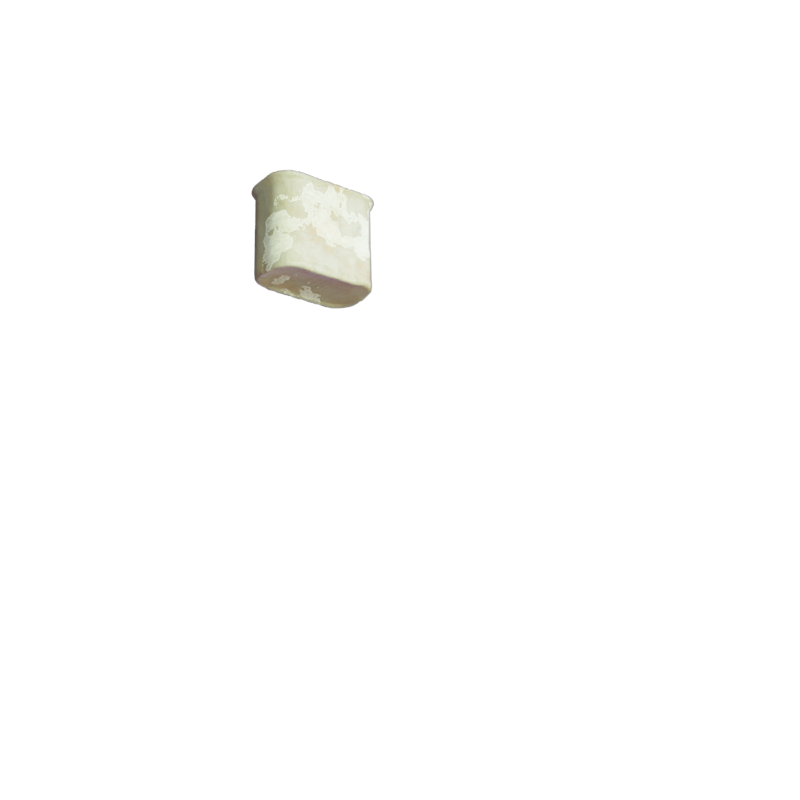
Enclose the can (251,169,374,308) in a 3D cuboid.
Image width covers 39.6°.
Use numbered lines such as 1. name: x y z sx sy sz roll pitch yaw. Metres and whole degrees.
1. can: -0.070 -0.128 0.900 0.097 0.089 0.057 15 -29 -33
